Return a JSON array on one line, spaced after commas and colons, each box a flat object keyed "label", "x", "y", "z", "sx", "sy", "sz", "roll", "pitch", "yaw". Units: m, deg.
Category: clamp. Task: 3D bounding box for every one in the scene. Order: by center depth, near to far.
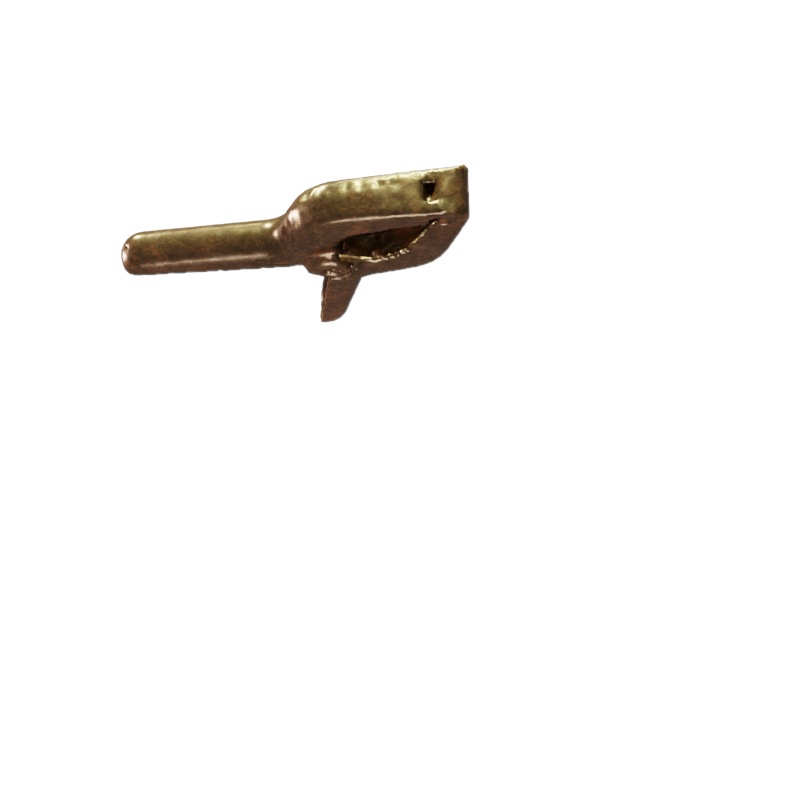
[{"label": "clamp", "x": -0.049, "y": -0.089, "z": 0.624, "sx": 0.157, "sy": 0.038, "sz": 0.212, "roll": 9, "pitch": -15, "yaw": -34}]
